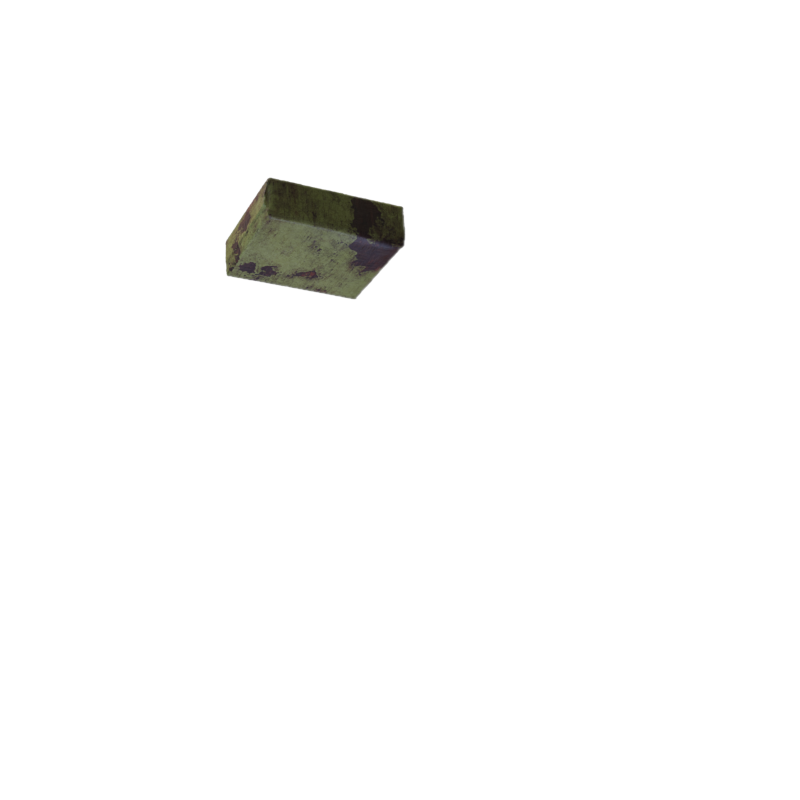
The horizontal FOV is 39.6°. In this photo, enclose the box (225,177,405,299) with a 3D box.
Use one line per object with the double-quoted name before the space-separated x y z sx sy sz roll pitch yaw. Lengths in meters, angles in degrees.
"box" -0.065 -0.119 0.835 0.109 0.041 0.088 12 -29 -22
